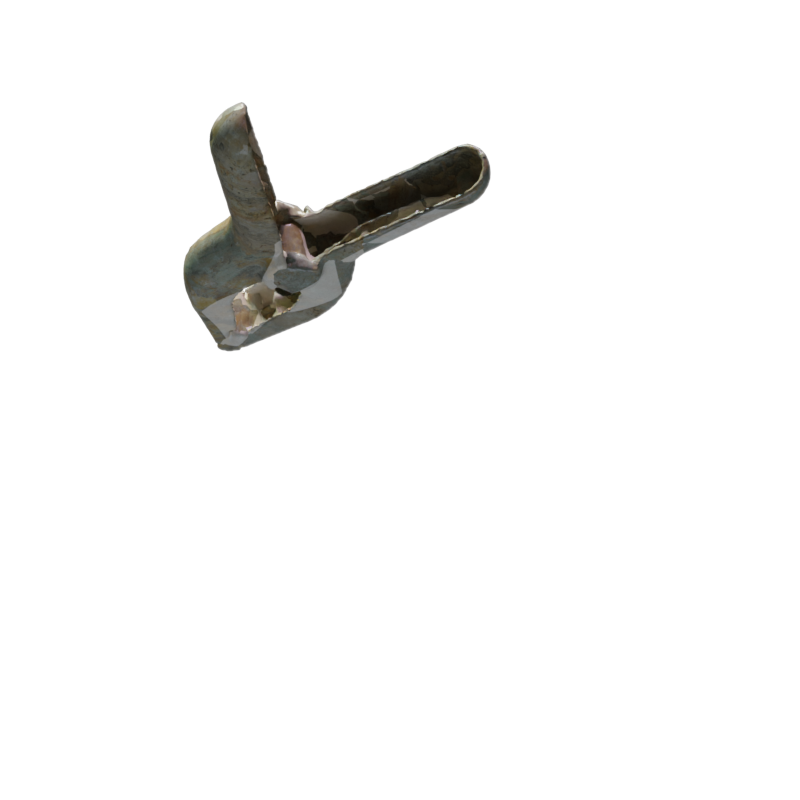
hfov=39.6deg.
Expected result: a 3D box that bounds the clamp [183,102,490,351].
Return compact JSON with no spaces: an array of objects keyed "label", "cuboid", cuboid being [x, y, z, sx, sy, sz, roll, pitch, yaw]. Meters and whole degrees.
[{"label":"clamp","cuboid":[-0.039,-0.071,0.496,0.117,0.042,0.166,7,-25,-17]}]
